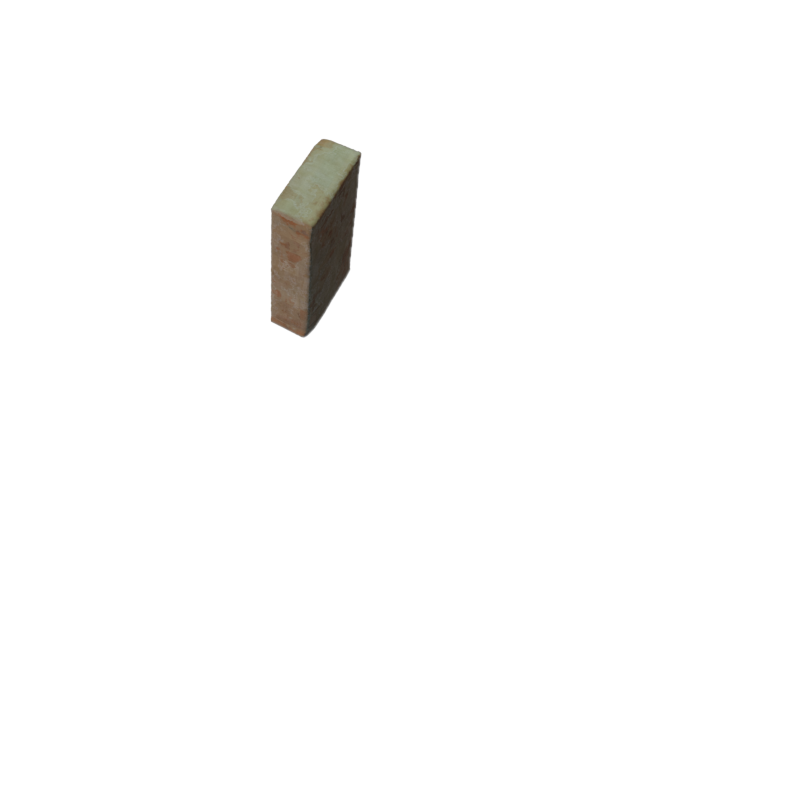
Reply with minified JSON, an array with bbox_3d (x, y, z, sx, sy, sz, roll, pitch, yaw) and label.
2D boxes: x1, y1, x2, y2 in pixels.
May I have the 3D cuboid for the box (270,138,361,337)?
[{"bbox_3d":[-0.077,-0.140,0.979,0.049,0.097,0.165,23,-31,10],"label":"box"}]
